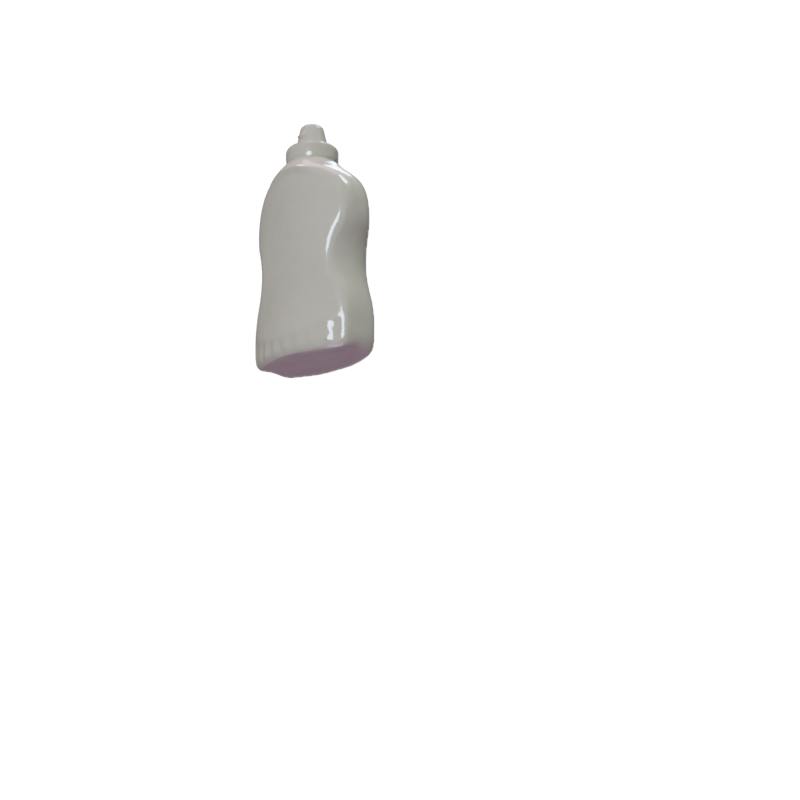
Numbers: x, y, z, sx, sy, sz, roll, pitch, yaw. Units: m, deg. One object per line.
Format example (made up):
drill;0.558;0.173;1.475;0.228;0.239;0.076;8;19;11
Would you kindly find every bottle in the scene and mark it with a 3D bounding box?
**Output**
bottle;-0.065;-0.119;0.832;0.097;0.201;0.055;-20;-28;40
